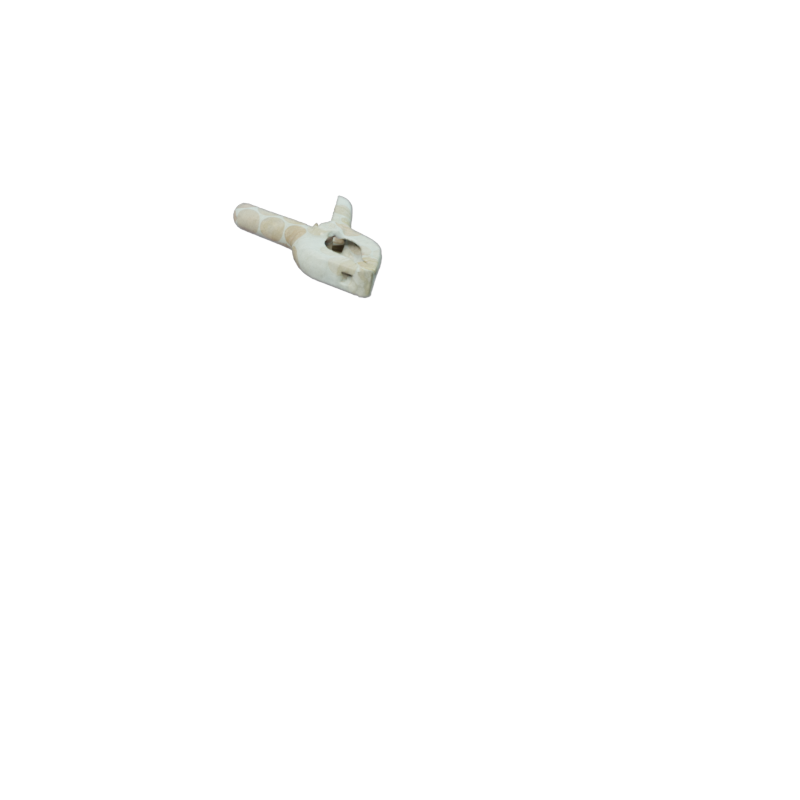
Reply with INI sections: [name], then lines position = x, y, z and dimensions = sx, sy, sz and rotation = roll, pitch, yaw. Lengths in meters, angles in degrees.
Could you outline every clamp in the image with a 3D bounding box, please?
[clamp]
position = -0.078, -0.142, 0.998
dimensions = 0.118, 0.037, 0.184
rotation = -10, 31, -16
